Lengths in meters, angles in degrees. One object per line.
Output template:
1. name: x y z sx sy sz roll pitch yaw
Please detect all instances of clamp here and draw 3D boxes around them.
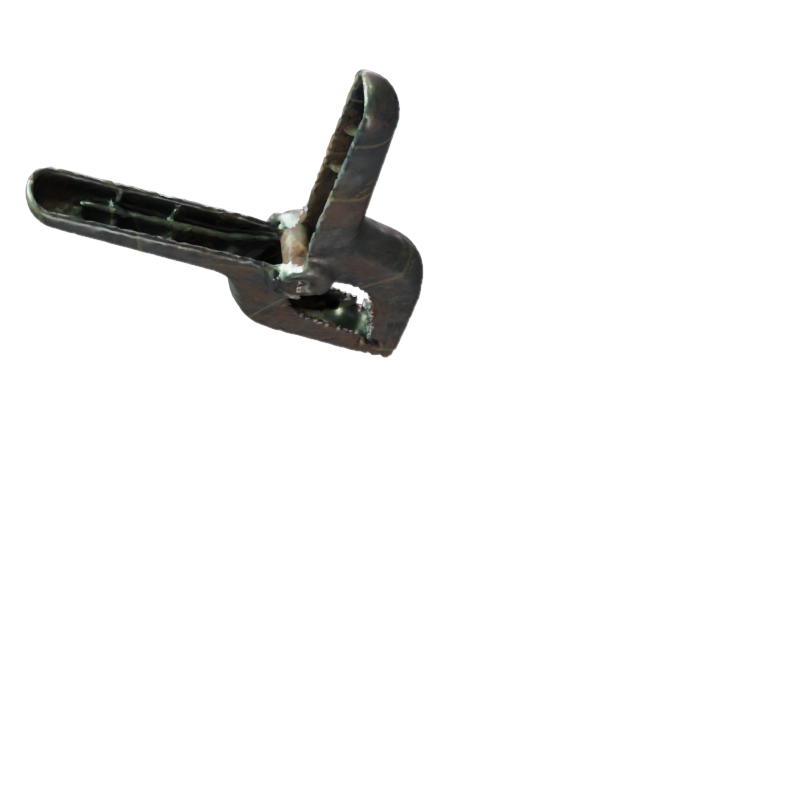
1. clamp: -0.039 -0.072 0.503 0.167 0.038 0.195 -13 -26 27
